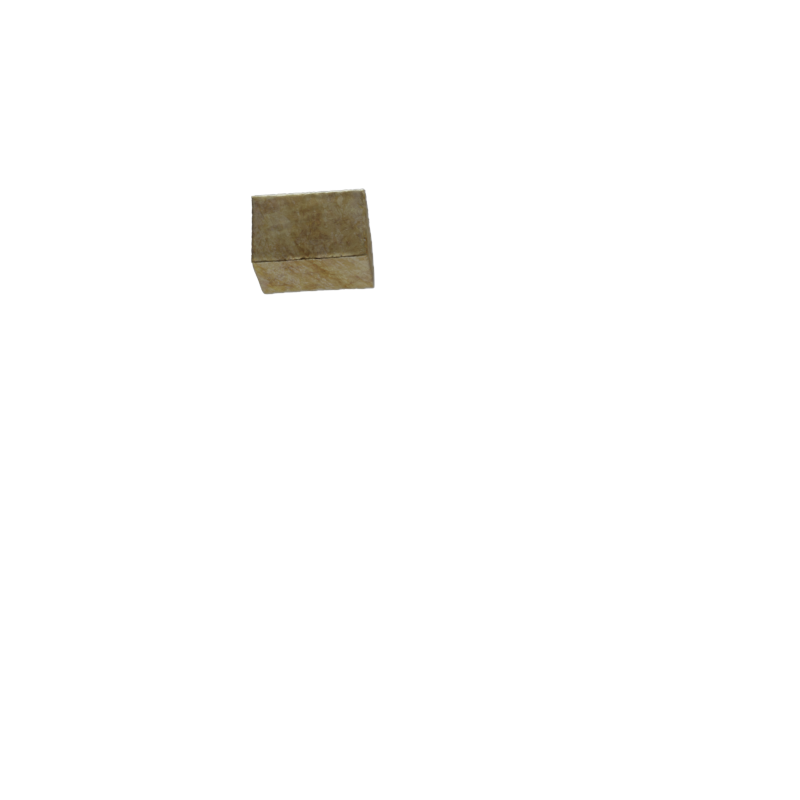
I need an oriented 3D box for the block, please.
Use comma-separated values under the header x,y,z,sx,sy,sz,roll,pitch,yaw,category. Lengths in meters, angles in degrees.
x,y,z,sx,sy,sz,roll,pitch,yaw,category
-0.058,-0.106,0.739,0.078,0.054,0.050,-2,-23,4,block
